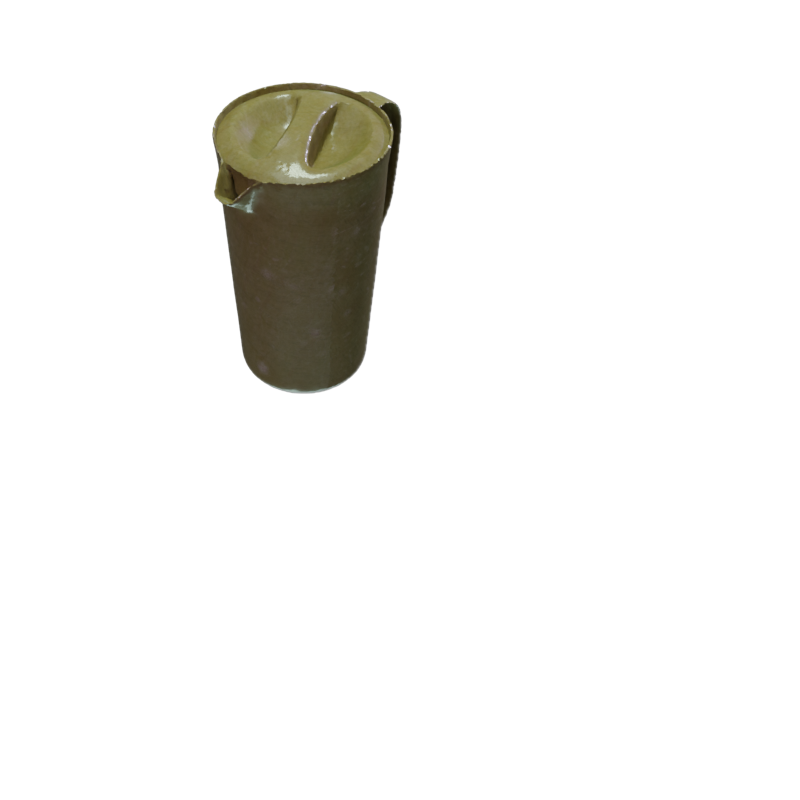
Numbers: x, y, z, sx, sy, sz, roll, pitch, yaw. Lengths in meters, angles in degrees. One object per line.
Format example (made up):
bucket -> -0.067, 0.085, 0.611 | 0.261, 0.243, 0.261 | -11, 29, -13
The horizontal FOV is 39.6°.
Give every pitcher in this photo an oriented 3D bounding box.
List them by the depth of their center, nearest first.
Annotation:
pitcher -> -0.070, -0.128, 0.895 | 0.148, 0.226, 0.156 | -2, 45, -5
